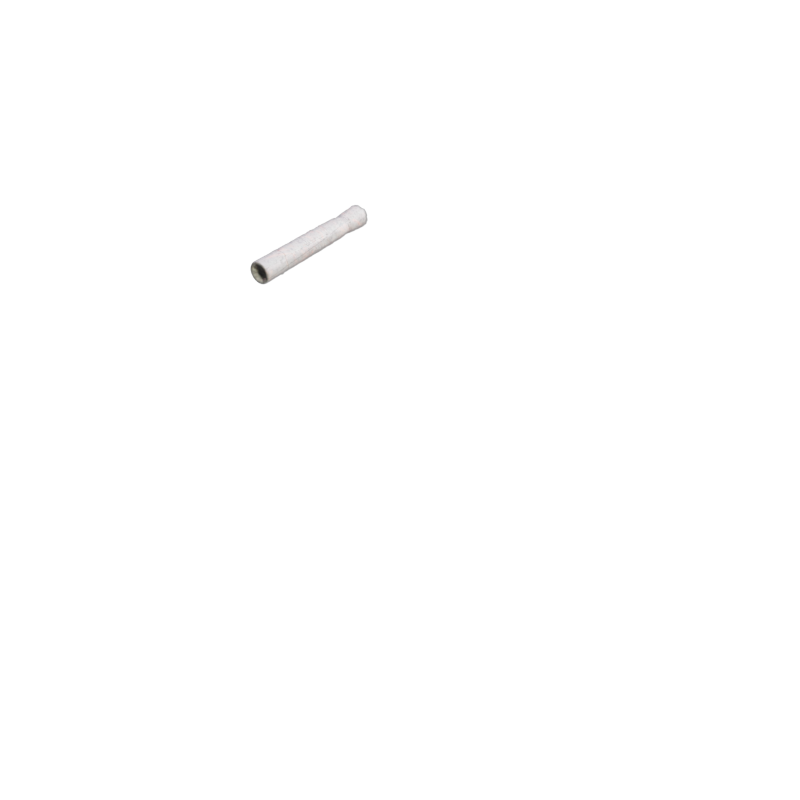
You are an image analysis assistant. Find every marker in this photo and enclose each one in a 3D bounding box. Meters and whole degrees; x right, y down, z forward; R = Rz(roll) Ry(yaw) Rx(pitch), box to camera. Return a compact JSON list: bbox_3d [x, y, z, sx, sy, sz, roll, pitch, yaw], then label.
[{"bbox_3d":[-0.067,-0.122,0.857,0.021,0.019,0.122,3,30,43],"label":"marker"}]
